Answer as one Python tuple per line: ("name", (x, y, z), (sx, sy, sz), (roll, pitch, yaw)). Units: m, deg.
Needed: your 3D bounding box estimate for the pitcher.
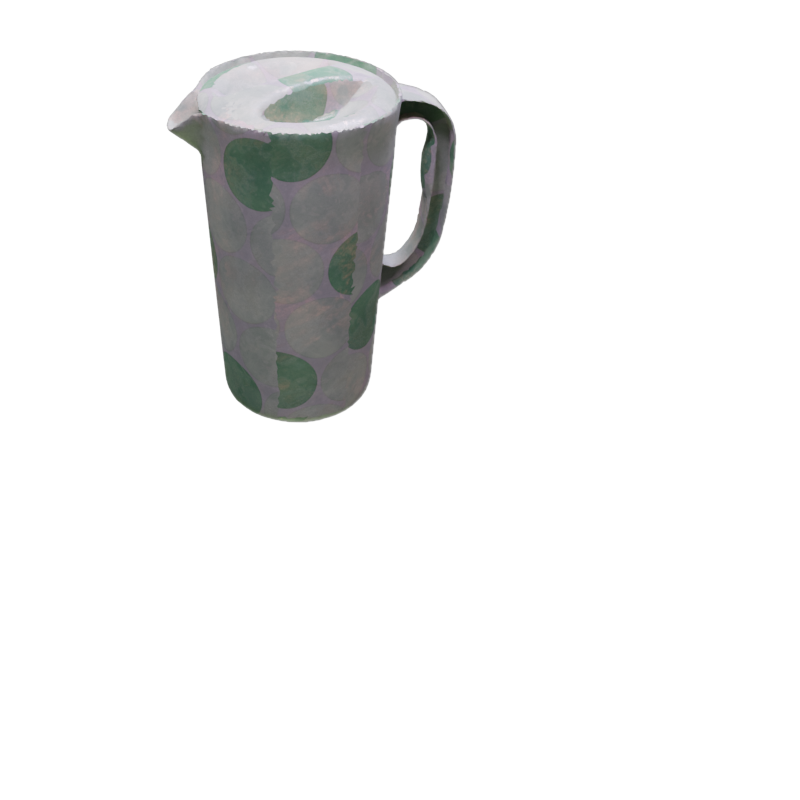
("pitcher", (-0.060, -0.109, 0.764), (0.157, 0.228, 0.147), (21, 39, 25))
